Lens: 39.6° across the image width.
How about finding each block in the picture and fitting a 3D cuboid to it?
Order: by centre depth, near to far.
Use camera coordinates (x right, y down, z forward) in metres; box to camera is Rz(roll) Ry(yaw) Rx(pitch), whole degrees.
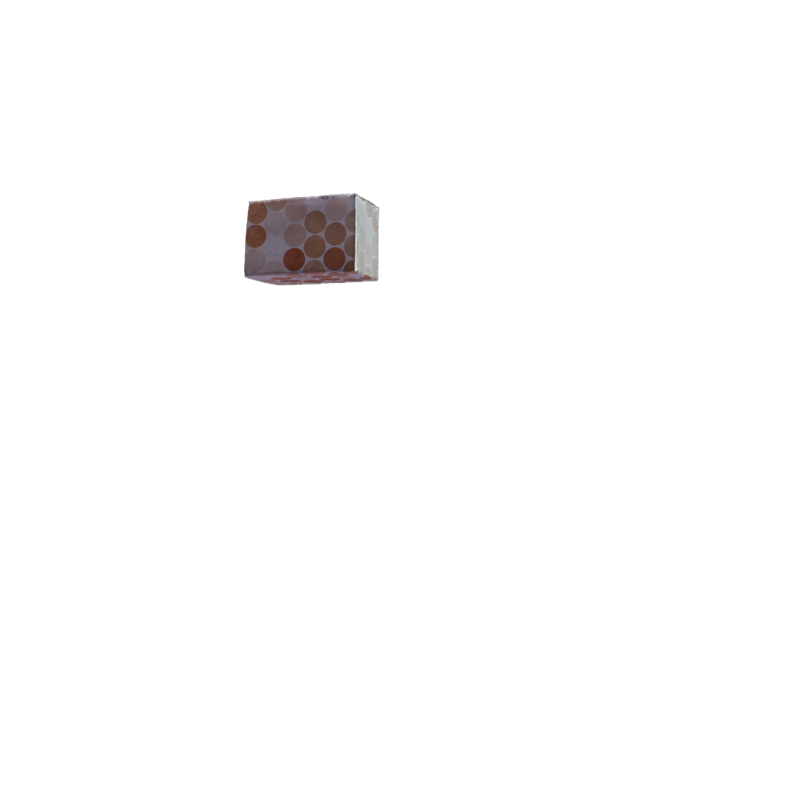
[{"bbox_3d":[-0.058,-0.105,0.736,0.080,0.052,0.051,-1,-5,19],"label":"block"}]
